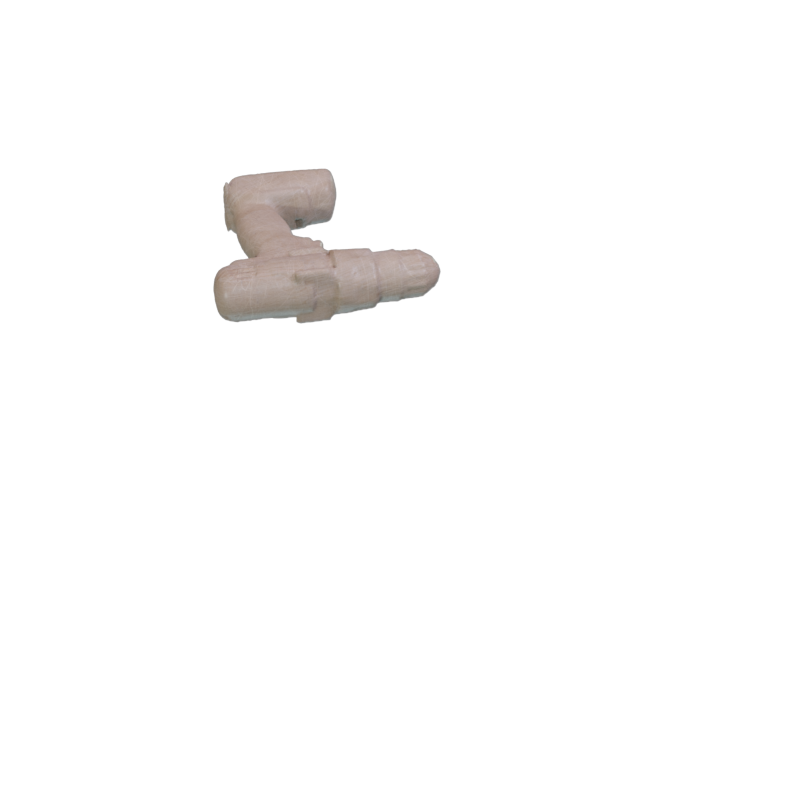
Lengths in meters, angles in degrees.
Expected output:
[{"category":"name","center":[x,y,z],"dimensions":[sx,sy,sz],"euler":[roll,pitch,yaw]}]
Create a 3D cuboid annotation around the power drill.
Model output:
[{"category":"power drill","center":[-0.075,-0.136,0.954],"dimensions":[0.182,0.054,0.202],"euler":[-7,34,-10]}]
